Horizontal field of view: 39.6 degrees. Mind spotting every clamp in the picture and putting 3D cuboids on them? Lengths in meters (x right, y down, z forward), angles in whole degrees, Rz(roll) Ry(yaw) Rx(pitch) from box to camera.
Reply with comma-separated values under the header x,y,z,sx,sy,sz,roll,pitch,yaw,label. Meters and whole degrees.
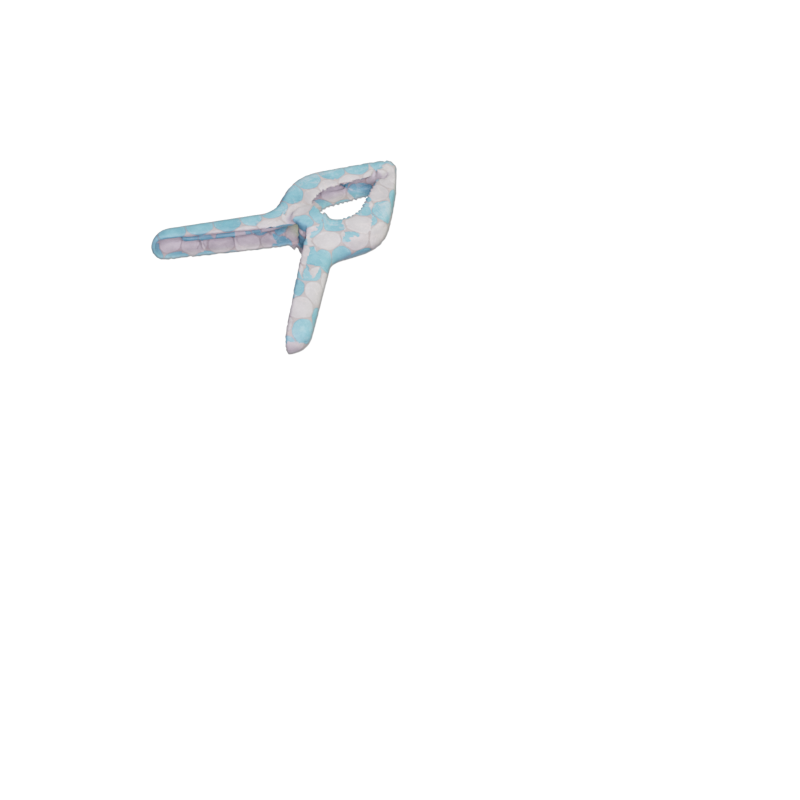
x,y,z,sx,sy,sz,roll,pitch,yaw,label
-0.069,-0.126,0.885,0.210,0.034,0.176,-32,55,-26,clamp
